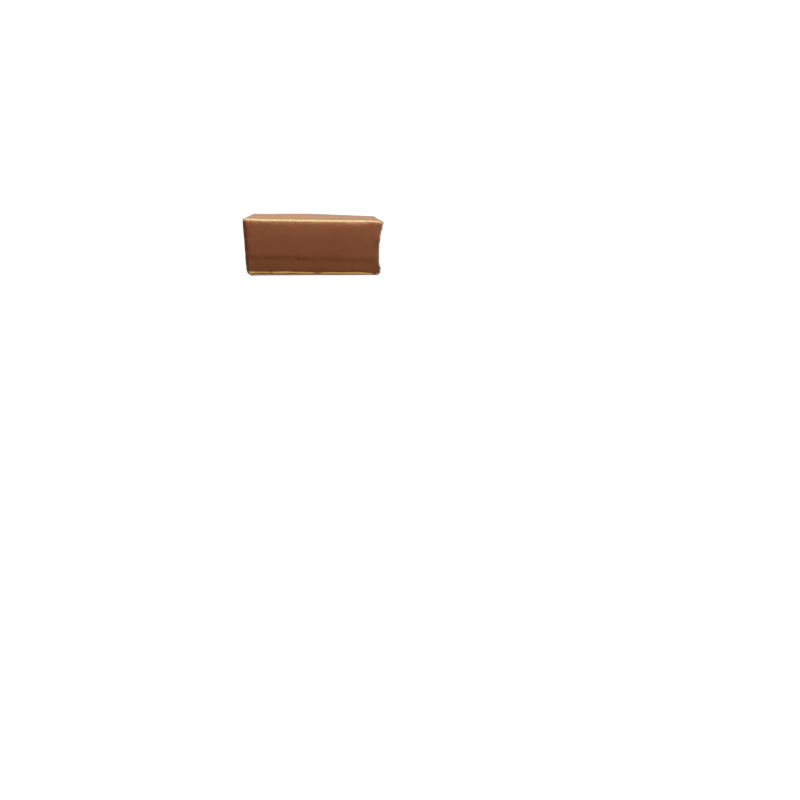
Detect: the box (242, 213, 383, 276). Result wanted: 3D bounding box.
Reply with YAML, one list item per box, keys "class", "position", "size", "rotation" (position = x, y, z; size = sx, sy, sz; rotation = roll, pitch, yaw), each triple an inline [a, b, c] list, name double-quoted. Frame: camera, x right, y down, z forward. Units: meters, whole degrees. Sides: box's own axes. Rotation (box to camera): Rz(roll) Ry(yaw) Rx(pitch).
- class: "box"
  position: [-0.059, -0.107, 0.752]
  size: [0.090, 0.038, 0.116]
  rotation: [0, 12, -3]
